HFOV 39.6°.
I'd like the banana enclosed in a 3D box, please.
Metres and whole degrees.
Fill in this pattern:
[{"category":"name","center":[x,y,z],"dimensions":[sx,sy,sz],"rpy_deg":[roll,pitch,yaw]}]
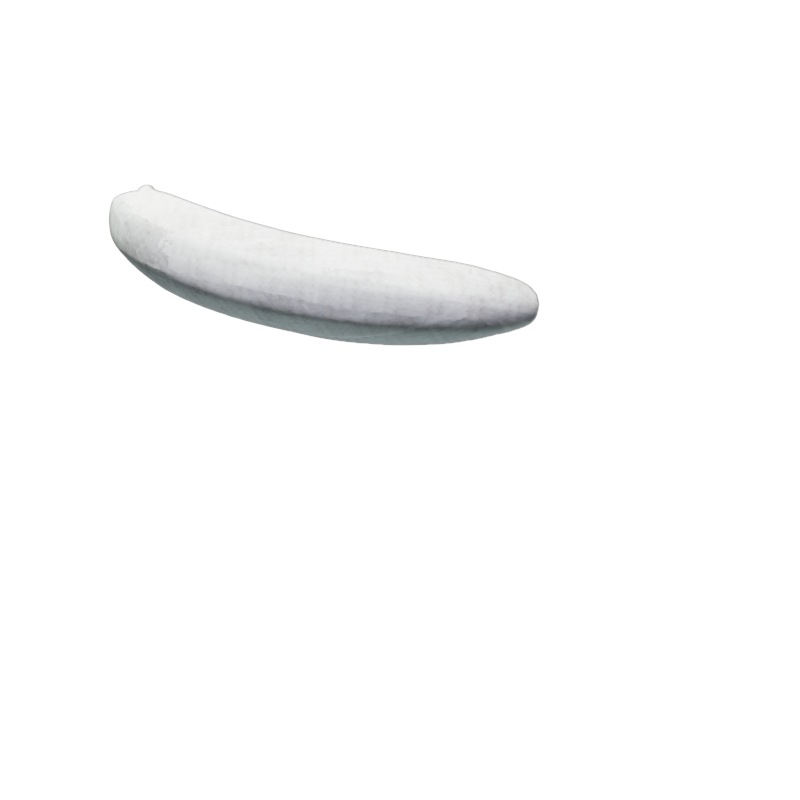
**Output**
[{"category":"banana","center":[-0.048,-0.056,0.440],"dimensions":[0.207,0.034,0.071],"rpy_deg":[20,40,26]}]
